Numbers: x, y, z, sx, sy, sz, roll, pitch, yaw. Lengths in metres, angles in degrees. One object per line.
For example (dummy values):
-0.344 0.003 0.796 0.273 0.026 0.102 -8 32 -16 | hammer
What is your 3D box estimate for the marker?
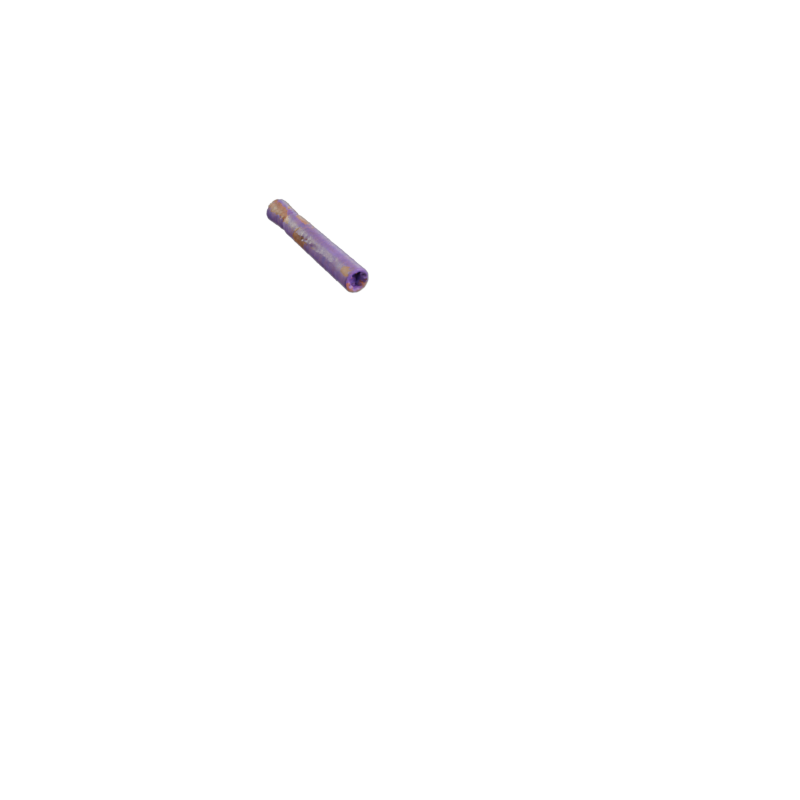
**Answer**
-0.062 -0.112 0.785 0.019 0.019 0.131 -3 32 -35 | marker
